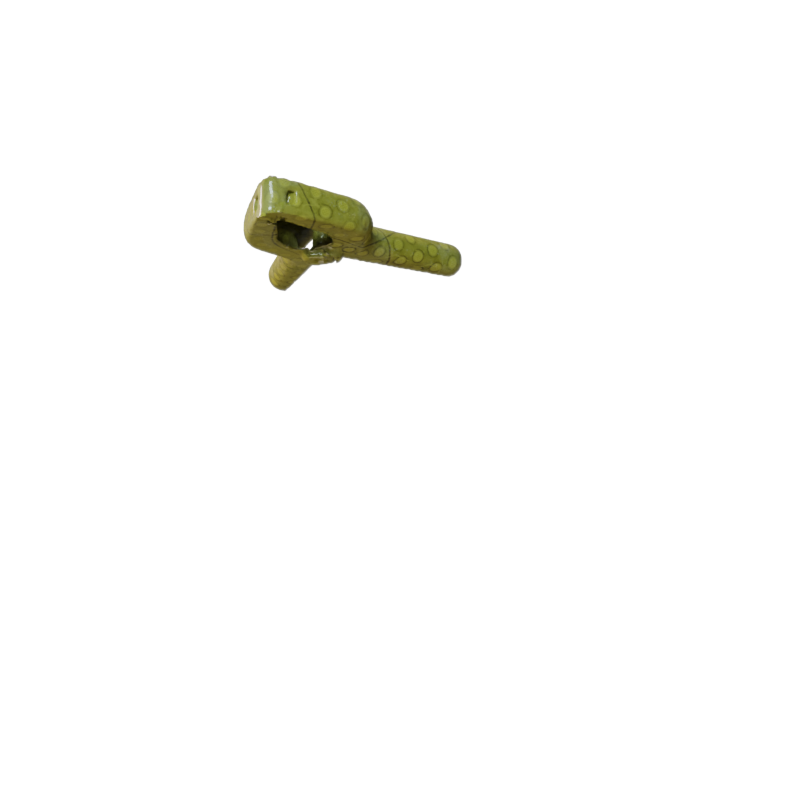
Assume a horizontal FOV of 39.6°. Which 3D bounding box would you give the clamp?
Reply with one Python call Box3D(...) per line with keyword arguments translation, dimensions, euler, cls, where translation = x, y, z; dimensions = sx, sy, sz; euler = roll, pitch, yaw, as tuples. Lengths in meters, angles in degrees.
Box3D(translation=(-0.066, -0.120, 0.839), dimensions=(0.168, 0.038, 0.198), euler=(-5, -11, 26), cls="clamp")
